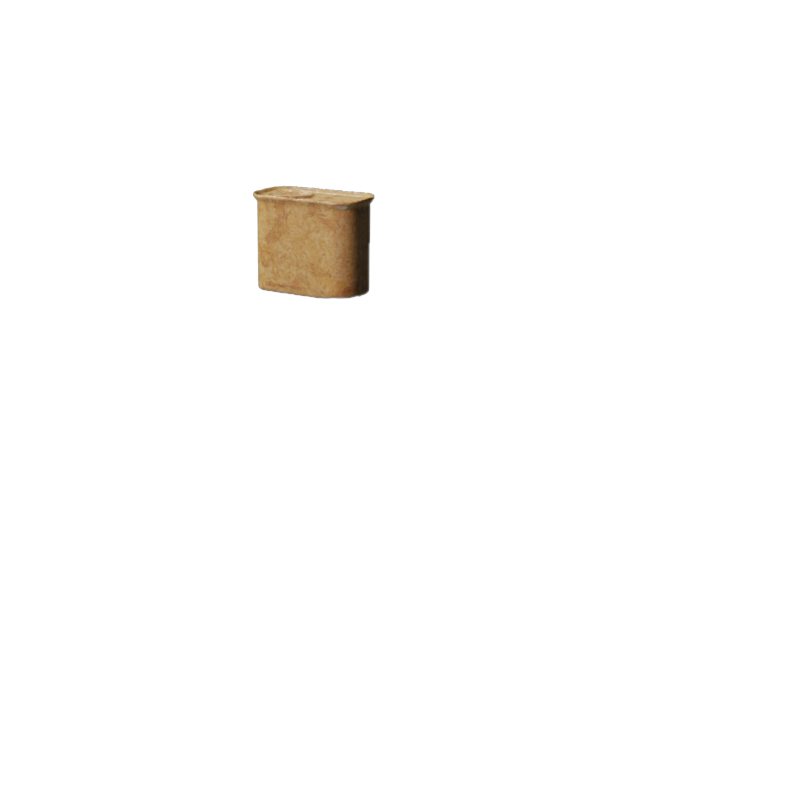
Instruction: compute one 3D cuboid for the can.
[{"bbox_3d":[-0.074,-0.135,0.944,0.106,0.081,0.057,9,17,27],"label":"can"}]
